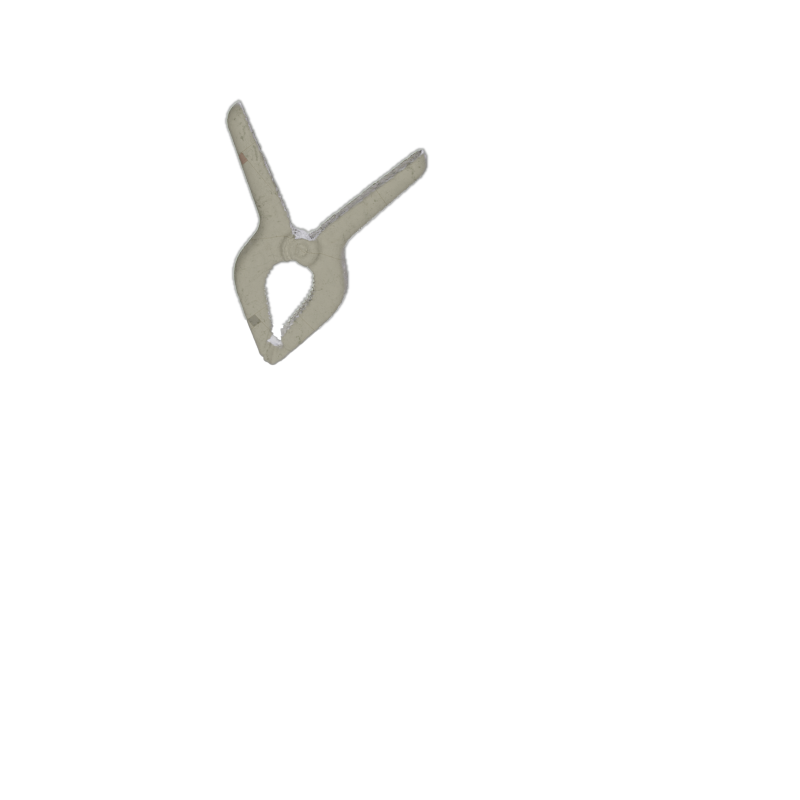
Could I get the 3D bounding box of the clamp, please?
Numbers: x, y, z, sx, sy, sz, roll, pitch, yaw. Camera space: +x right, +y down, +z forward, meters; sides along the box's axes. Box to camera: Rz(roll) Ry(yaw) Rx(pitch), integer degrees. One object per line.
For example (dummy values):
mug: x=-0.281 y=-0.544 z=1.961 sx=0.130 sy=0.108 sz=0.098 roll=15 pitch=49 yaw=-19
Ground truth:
clamp: x=-0.071 y=-0.129 z=0.905 sx=0.164 sy=0.204 sz=0.037 roll=8 pitch=12 yaw=-2
